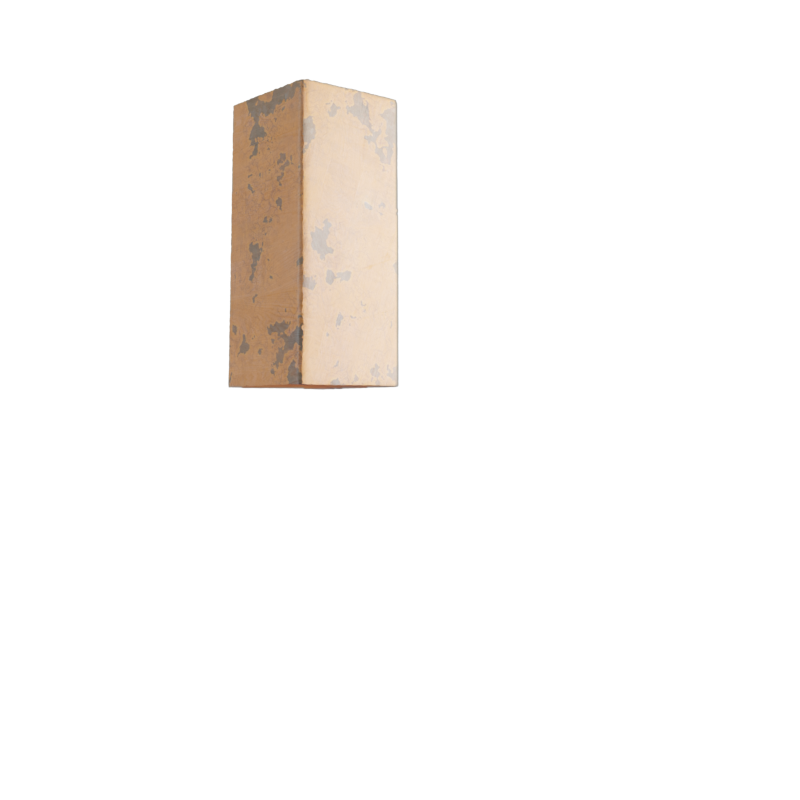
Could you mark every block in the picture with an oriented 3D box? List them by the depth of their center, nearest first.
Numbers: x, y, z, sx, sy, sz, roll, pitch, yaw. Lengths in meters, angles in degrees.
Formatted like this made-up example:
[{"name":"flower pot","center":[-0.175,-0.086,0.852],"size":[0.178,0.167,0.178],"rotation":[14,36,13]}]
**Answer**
[{"name":"block","center":[-0.061,-0.113,0.792],"size":[0.086,0.211,0.093],"rotation":[6,-10,-40]}]
